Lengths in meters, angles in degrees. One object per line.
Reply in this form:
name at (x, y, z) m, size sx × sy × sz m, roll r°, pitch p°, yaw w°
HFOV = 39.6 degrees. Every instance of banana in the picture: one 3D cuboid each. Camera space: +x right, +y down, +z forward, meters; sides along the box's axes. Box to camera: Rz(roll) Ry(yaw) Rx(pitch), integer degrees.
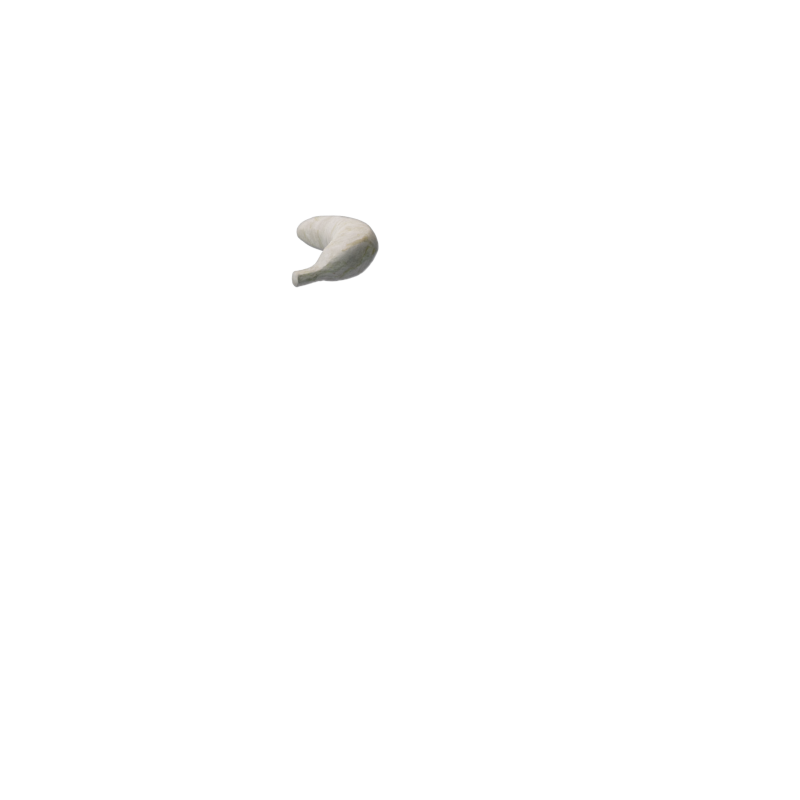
banana at (-0.054, -0.131, 0.920) m, size 0.069 × 0.036 × 0.204 m, roll -1°, pitch 17°, yaw -3°
